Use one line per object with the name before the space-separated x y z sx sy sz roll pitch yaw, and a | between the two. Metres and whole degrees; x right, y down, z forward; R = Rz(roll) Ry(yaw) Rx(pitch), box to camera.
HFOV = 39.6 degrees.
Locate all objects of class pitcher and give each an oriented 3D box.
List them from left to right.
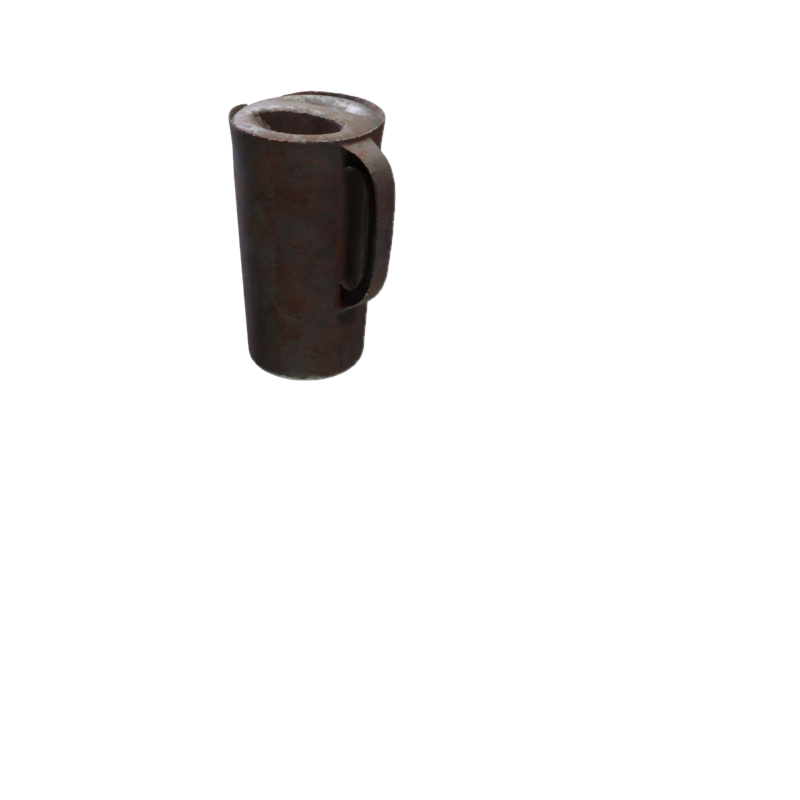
pitcher | -0.076 -0.139 0.974 0.146 0.230 0.157 3 28 3
